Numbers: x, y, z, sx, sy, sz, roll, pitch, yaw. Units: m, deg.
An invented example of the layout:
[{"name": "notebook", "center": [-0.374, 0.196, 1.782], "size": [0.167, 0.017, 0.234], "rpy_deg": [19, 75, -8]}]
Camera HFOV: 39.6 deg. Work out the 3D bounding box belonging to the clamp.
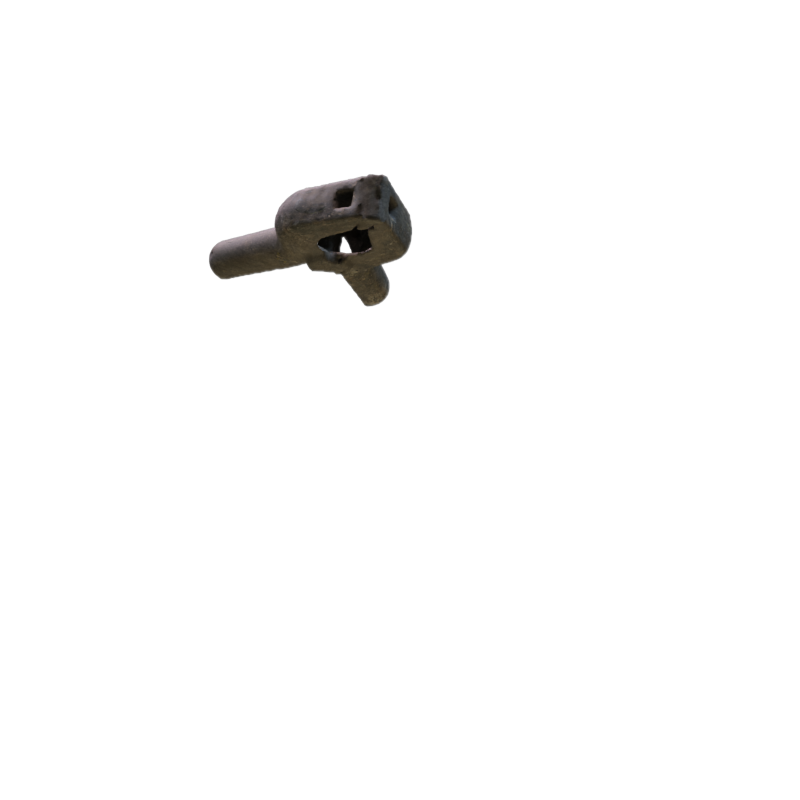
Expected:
[{"name": "clamp", "center": [-0.052, -0.095, 0.664], "size": [0.119, 0.041, 0.167], "rpy_deg": [3, -14, -10]}]
